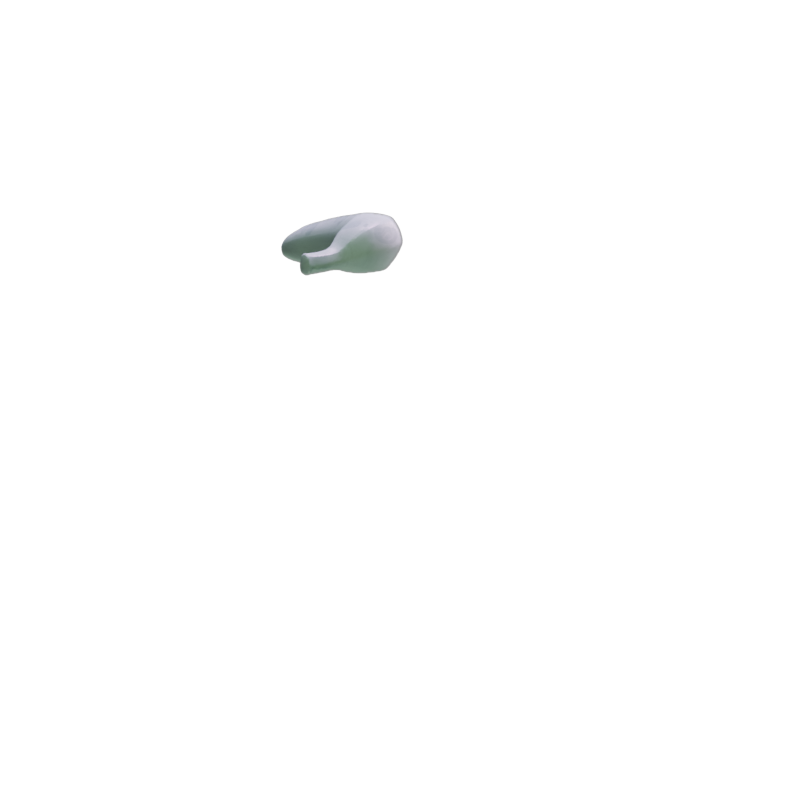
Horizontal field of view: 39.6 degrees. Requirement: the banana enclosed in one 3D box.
[{"bbox_3d":[-0.037,-0.102,0.715,0.069,0.036,0.202,-1,8,-8],"label":"banana"}]
